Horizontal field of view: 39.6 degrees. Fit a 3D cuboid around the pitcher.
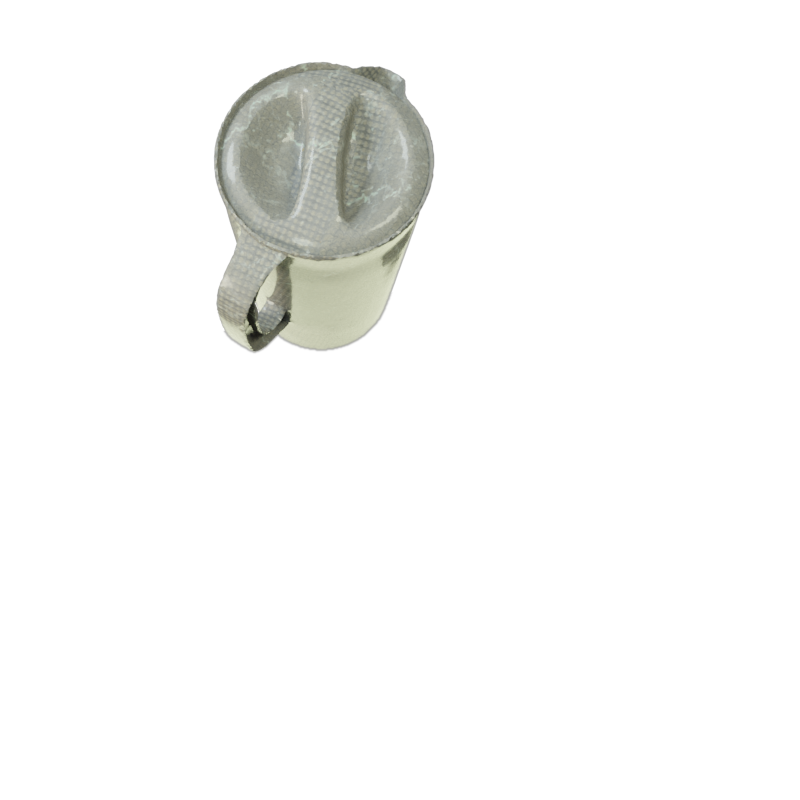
[{"bbox_3d":[-0.060,-0.110,0.770,0.148,0.152,0.233,-13,-16,-7],"label":"pitcher"}]
